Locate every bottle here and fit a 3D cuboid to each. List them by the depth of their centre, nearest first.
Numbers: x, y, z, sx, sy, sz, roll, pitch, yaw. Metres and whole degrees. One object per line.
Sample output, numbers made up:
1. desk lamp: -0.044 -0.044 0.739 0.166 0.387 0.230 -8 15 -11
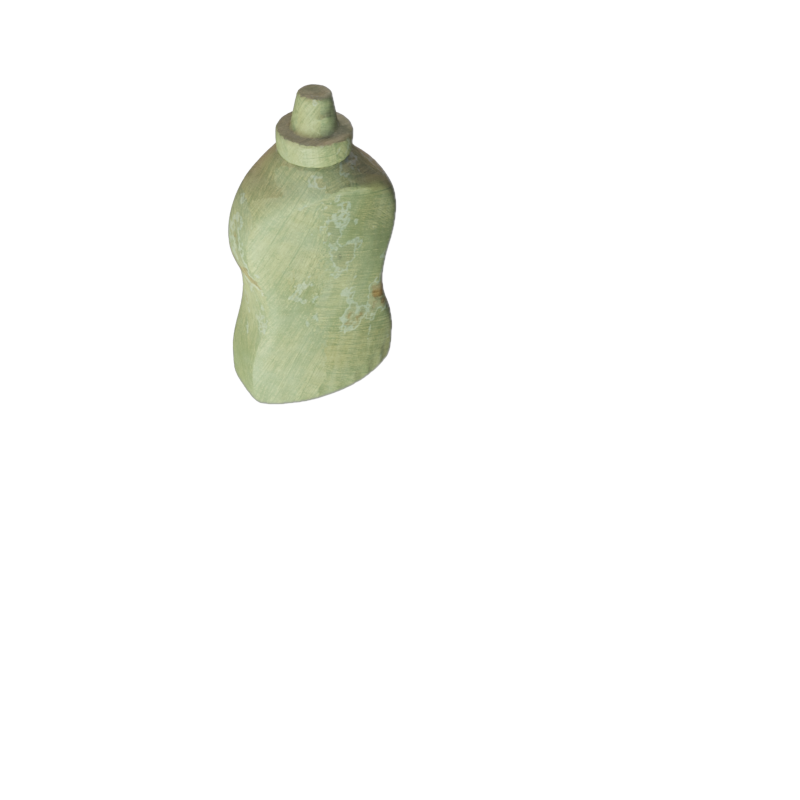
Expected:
1. bottle: -0.048 -0.089 0.622 0.095 0.179 0.063 -17 44 -23
